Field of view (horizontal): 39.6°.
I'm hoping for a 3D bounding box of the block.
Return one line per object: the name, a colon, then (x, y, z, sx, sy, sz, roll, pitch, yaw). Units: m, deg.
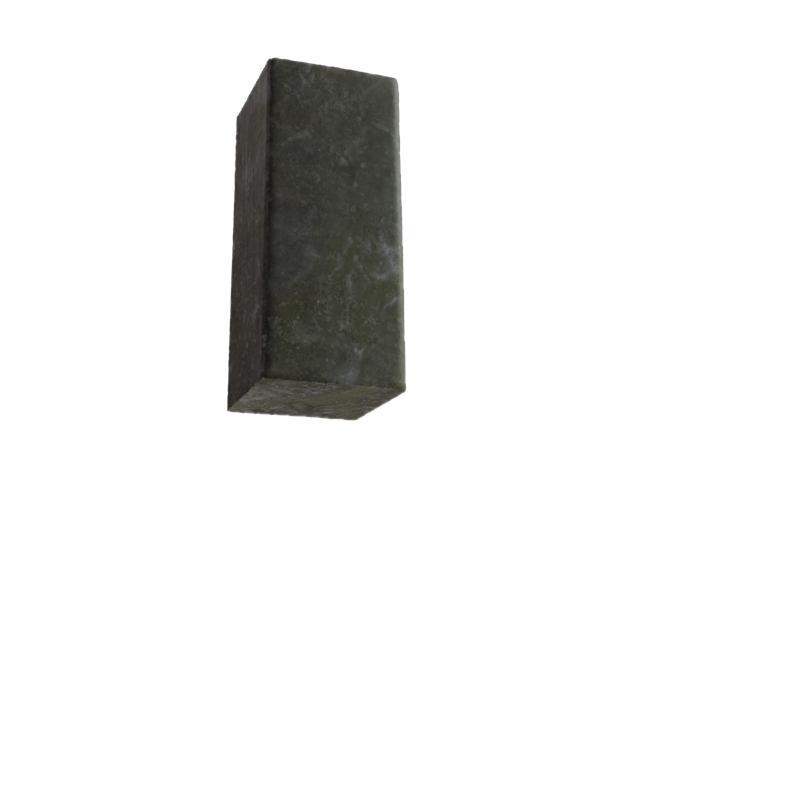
block: (-0.054, -0.101, 0.705, 0.088, 0.216, 0.089, 6, -21, -20)
